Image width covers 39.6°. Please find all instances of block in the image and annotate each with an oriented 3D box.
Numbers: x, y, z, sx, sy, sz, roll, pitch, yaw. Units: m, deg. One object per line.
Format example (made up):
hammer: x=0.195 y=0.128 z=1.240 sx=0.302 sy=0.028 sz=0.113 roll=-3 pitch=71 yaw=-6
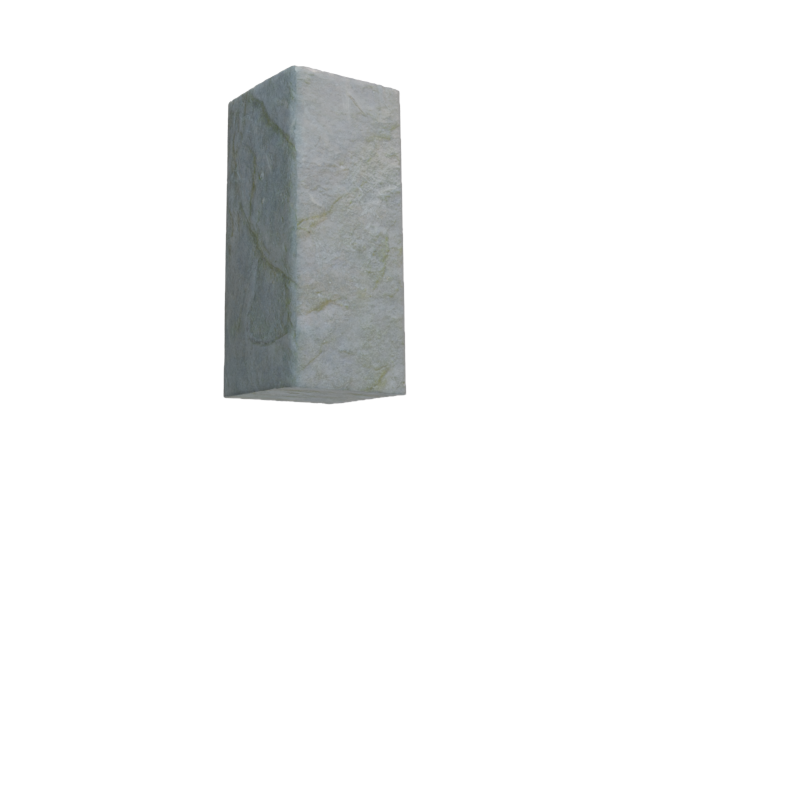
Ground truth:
block: x=-0.058 y=-0.106 z=0.742 sx=0.087 sy=0.212 sz=0.092 roll=8 pitch=-14 yaw=-35
